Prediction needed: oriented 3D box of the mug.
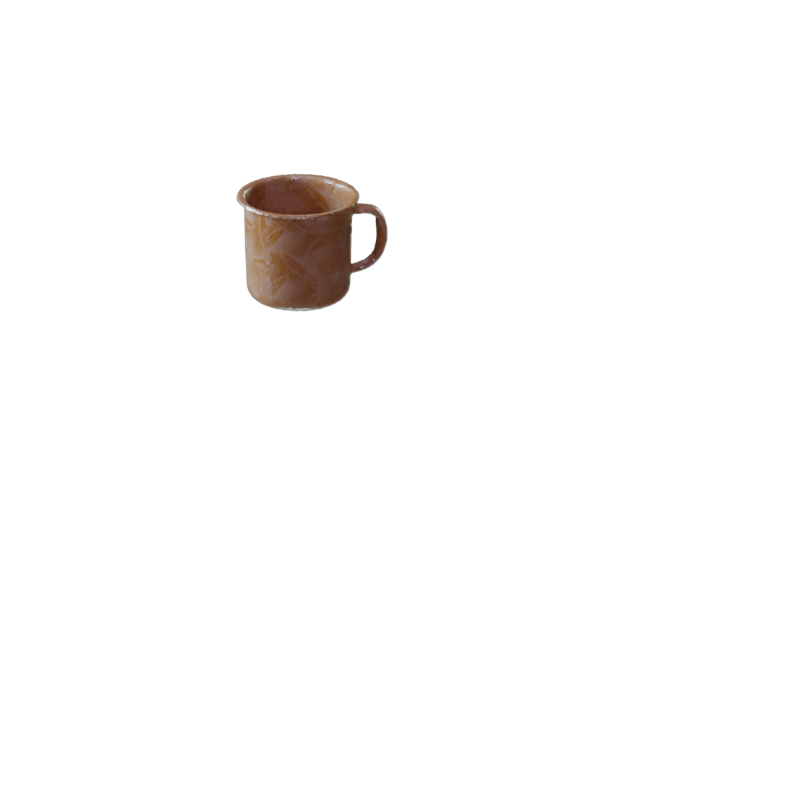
[{"bbox_3d":[-0.067,-0.122,0.856,0.115,0.077,0.100,-7,29,-14],"label":"mug"}]
